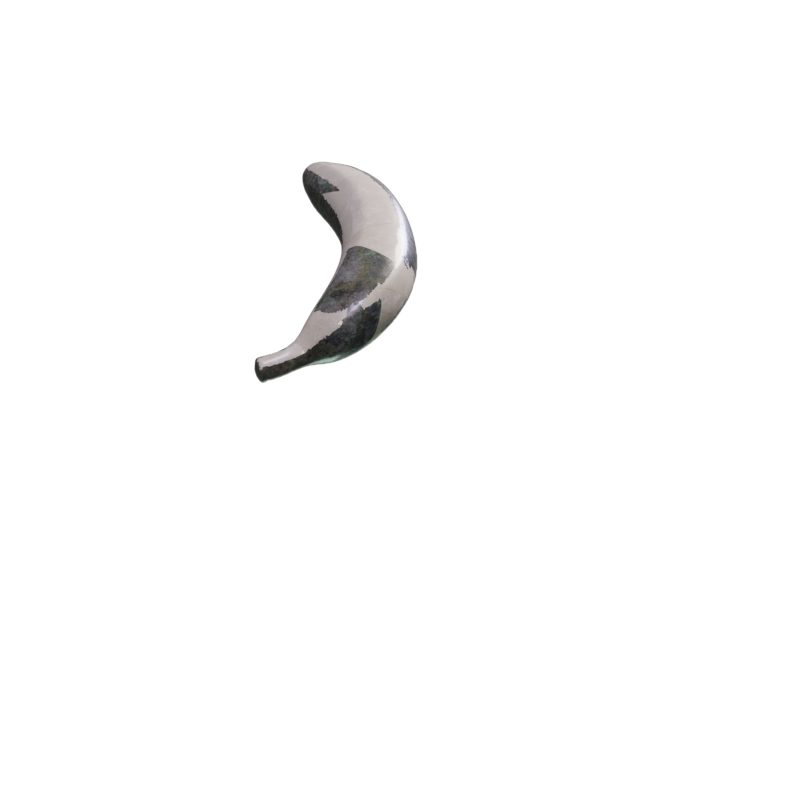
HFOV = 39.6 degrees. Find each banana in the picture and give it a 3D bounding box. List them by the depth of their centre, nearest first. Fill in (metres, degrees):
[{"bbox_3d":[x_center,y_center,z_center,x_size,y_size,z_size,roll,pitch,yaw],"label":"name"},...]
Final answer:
[{"bbox_3d":[-0.026,-0.077,0.559,0.070,0.034,0.209,2,34,2],"label":"banana"}]
